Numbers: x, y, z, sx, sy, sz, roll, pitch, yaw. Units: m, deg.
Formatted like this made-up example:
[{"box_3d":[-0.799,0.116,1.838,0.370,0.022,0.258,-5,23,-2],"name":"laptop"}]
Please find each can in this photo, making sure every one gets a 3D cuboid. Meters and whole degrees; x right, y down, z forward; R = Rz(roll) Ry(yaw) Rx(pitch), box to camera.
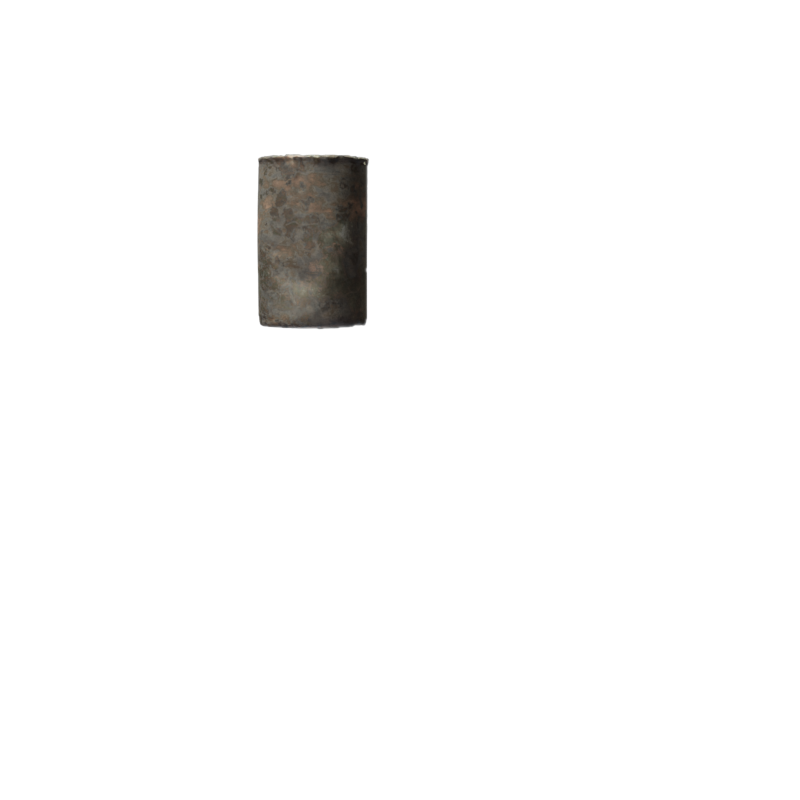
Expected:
[{"box_3d":[-0.053,-0.097,0.676,0.068,0.102,0.069,0,2,-2],"name":"can"}]
